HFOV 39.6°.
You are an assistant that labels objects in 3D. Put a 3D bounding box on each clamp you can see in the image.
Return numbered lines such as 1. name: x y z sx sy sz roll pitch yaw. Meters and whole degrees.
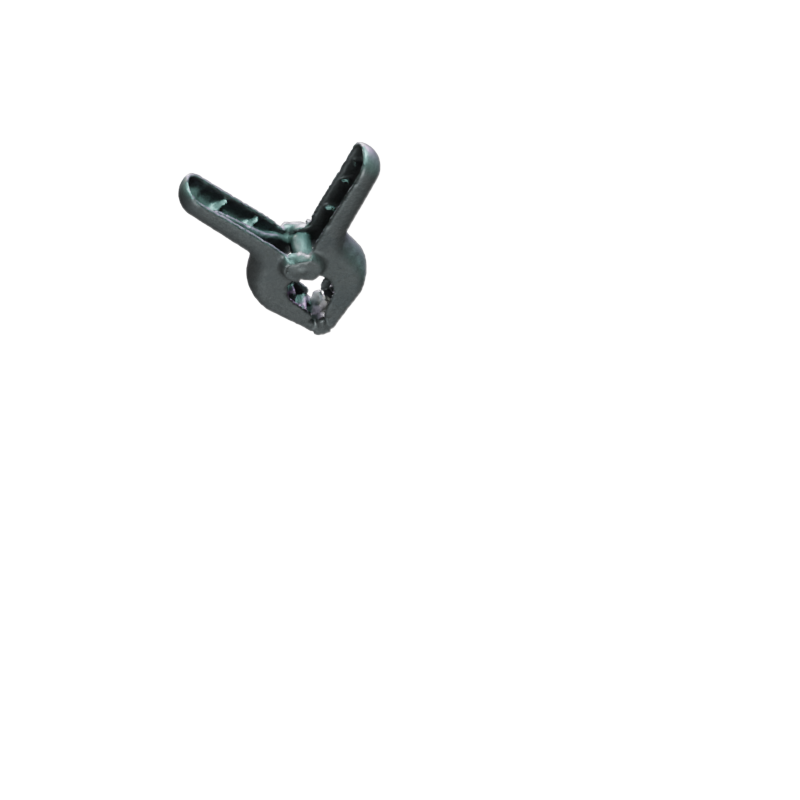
1. clamp: -0.055 -0.101 0.707 0.122 0.042 0.159 -8 -29 14
